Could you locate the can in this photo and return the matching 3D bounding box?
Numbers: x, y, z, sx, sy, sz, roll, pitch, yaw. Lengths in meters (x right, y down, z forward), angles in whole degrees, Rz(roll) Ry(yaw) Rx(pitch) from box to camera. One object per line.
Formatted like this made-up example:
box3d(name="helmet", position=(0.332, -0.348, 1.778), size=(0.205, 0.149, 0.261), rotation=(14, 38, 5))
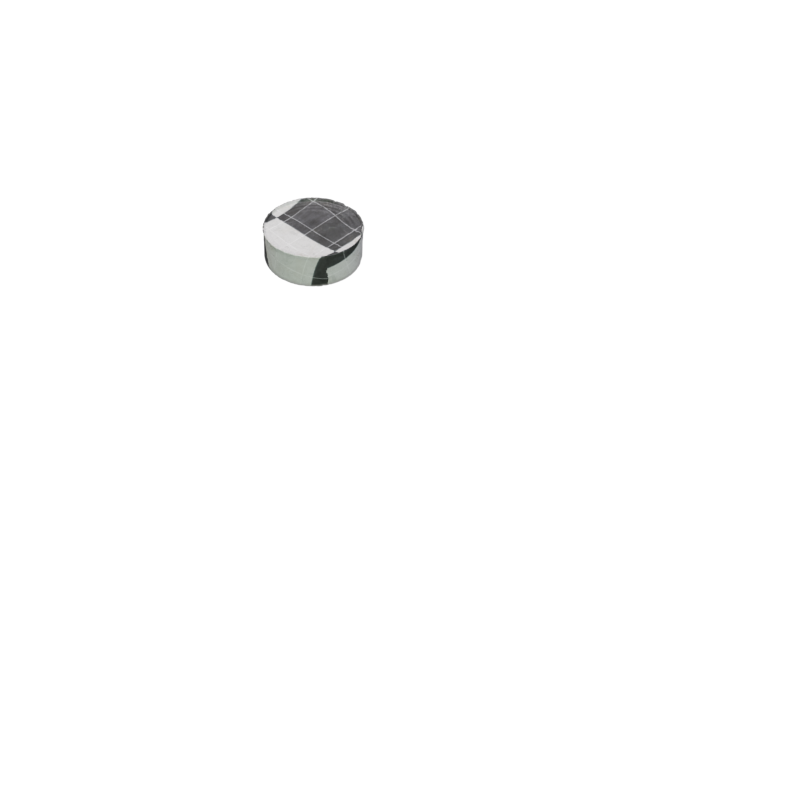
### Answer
box3d(name="can", position=(-0.074, -0.135, 0.947), size=(0.086, 0.031, 0.092), rotation=(-1, 41, -2))
